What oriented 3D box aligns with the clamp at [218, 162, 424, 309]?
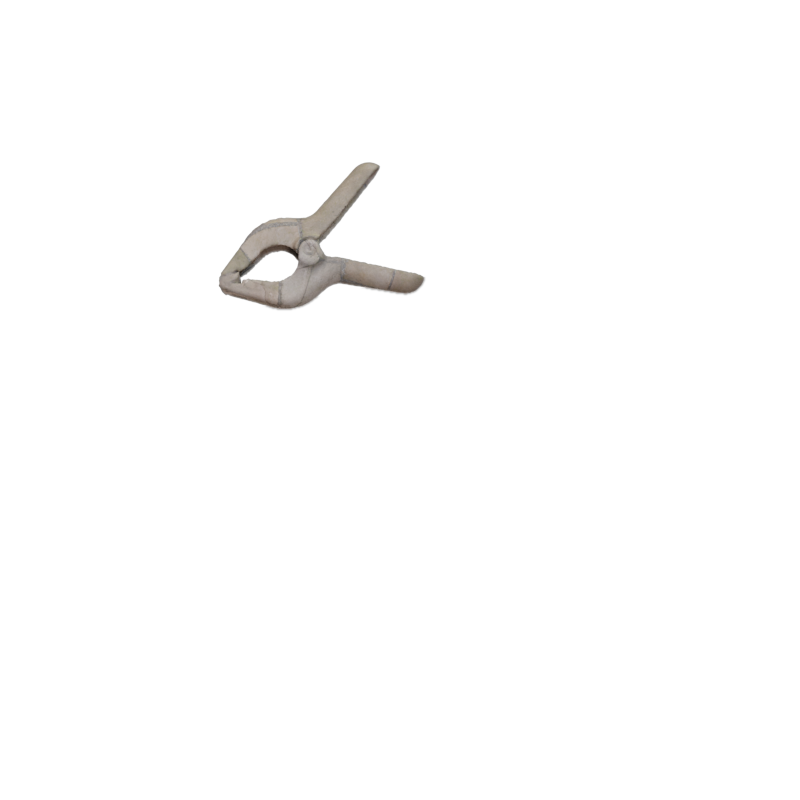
[{"bbox_3d":[-0.074,-0.135,0.949,0.171,0.126,0.037,-11,-20,-4],"label":"clamp"}]
